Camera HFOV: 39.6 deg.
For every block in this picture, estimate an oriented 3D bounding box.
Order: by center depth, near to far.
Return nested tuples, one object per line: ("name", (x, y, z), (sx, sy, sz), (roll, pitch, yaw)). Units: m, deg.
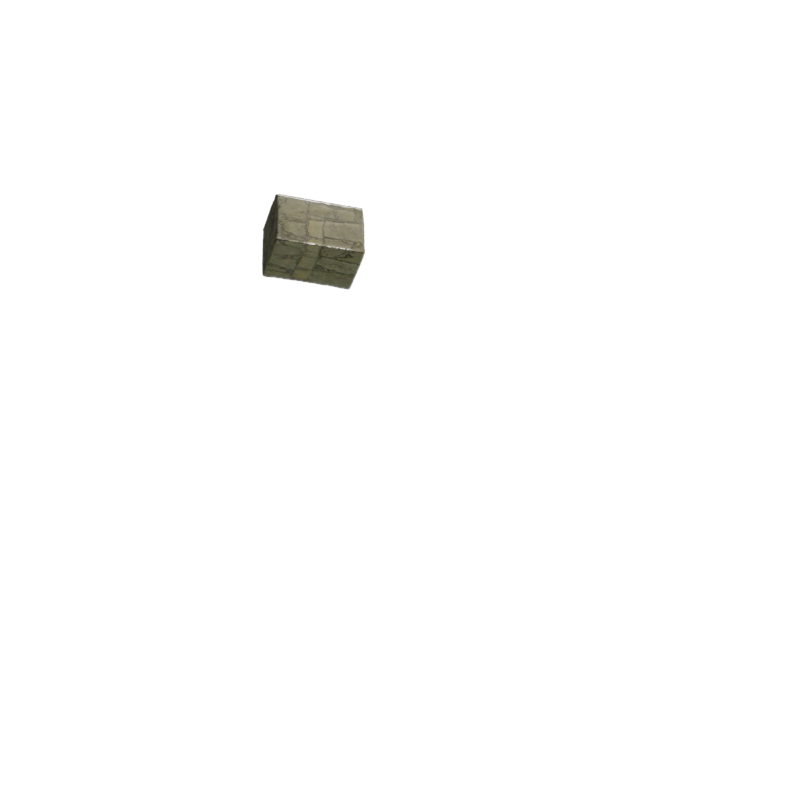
("block", (-0.073, -0.133, 0.935), (0.076, 0.055, 0.050), (9, -37, -14))
